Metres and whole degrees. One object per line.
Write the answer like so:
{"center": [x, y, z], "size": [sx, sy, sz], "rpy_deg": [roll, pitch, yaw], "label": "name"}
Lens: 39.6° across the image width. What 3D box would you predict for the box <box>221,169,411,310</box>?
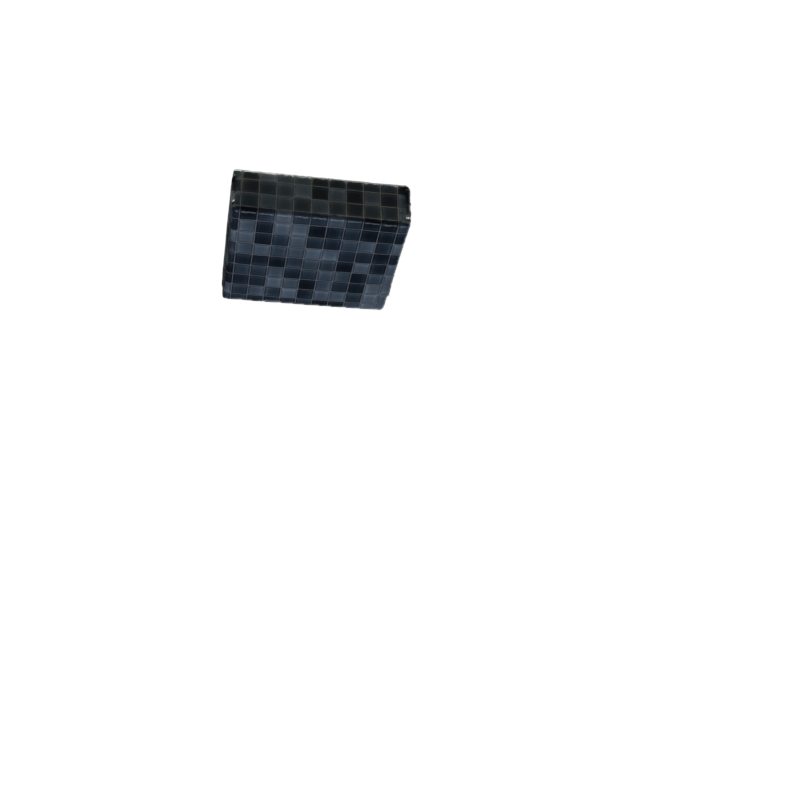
{"center": [-0.044, -0.081, 0.564], "size": [0.088, 0.032, 0.069], "rpy_deg": [4, -34, -7], "label": "box"}
